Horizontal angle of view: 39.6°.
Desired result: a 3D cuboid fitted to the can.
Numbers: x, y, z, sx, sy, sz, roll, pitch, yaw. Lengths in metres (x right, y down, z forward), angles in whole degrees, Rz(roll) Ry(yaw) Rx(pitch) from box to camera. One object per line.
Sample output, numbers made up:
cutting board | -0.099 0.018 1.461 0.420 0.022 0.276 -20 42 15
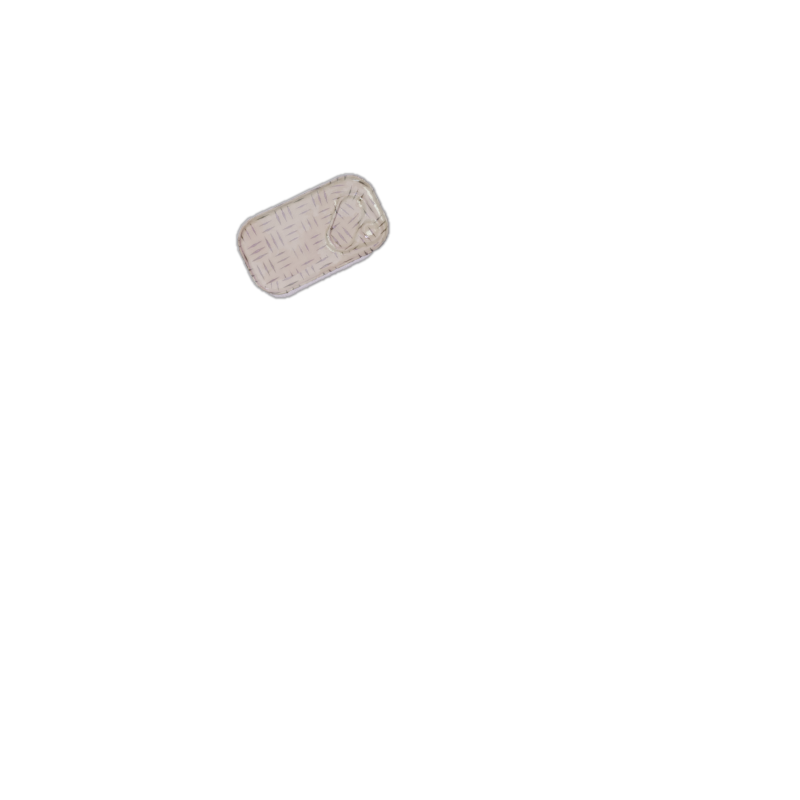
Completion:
can | -0.062 -0.113 0.794 0.102 0.058 0.083 -26 0 -3
